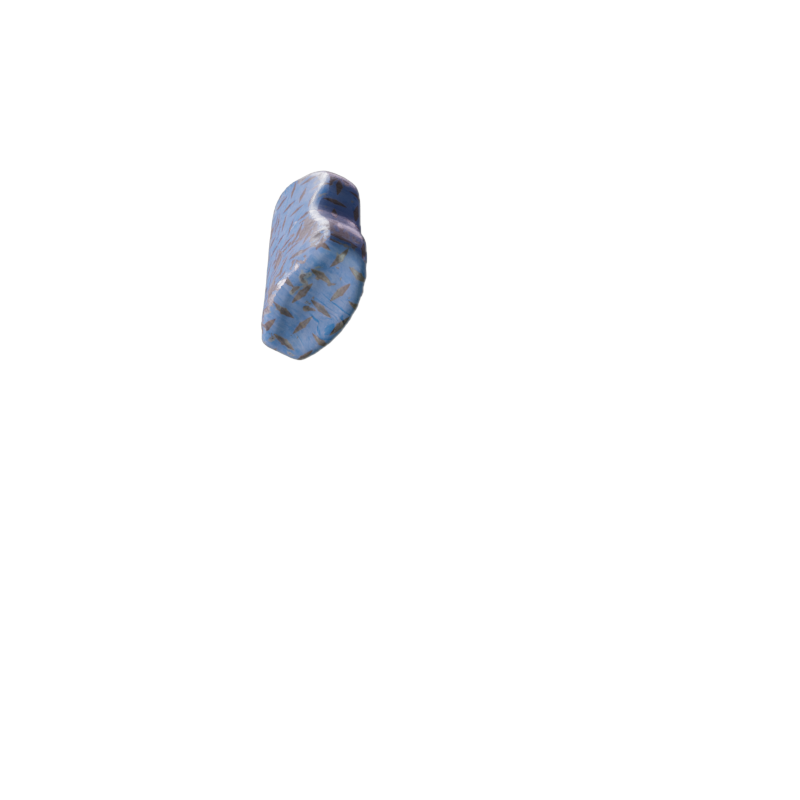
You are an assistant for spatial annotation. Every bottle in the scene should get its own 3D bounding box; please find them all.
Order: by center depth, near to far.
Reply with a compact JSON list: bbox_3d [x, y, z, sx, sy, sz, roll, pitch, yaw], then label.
[{"bbox_3d":[-0.065,-0.118,0.827,0.056,0.093,0.204,24,28,-18],"label":"bottle"}]
